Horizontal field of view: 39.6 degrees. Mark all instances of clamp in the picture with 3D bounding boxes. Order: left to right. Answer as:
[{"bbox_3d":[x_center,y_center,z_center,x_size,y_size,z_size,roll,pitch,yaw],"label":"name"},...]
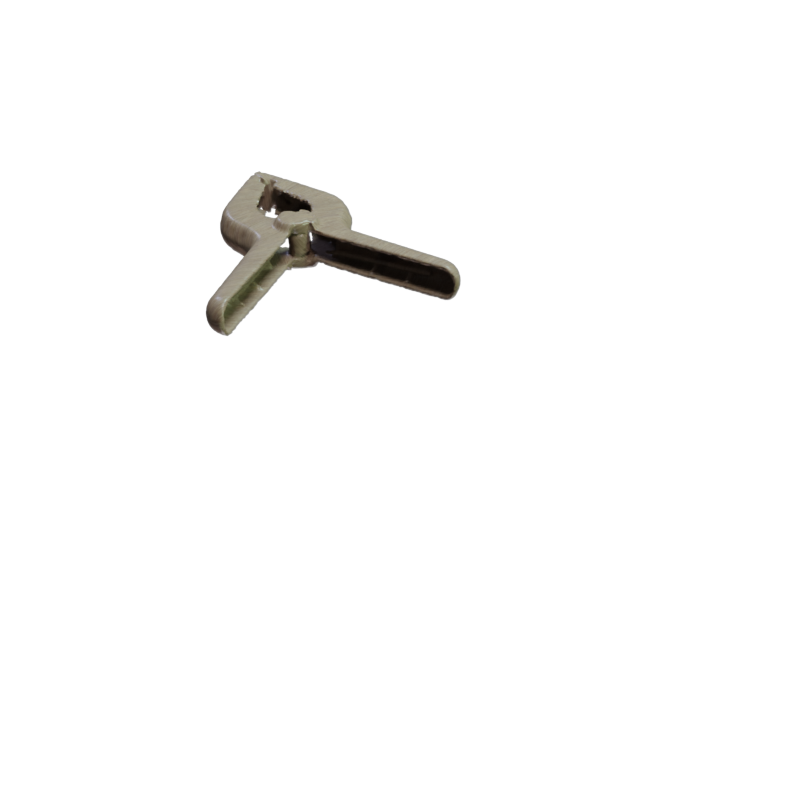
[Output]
[{"bbox_3d":[-0.060,-0.110,0.769,0.163,0.034,0.225,-6,32,-11],"label":"clamp"}]
